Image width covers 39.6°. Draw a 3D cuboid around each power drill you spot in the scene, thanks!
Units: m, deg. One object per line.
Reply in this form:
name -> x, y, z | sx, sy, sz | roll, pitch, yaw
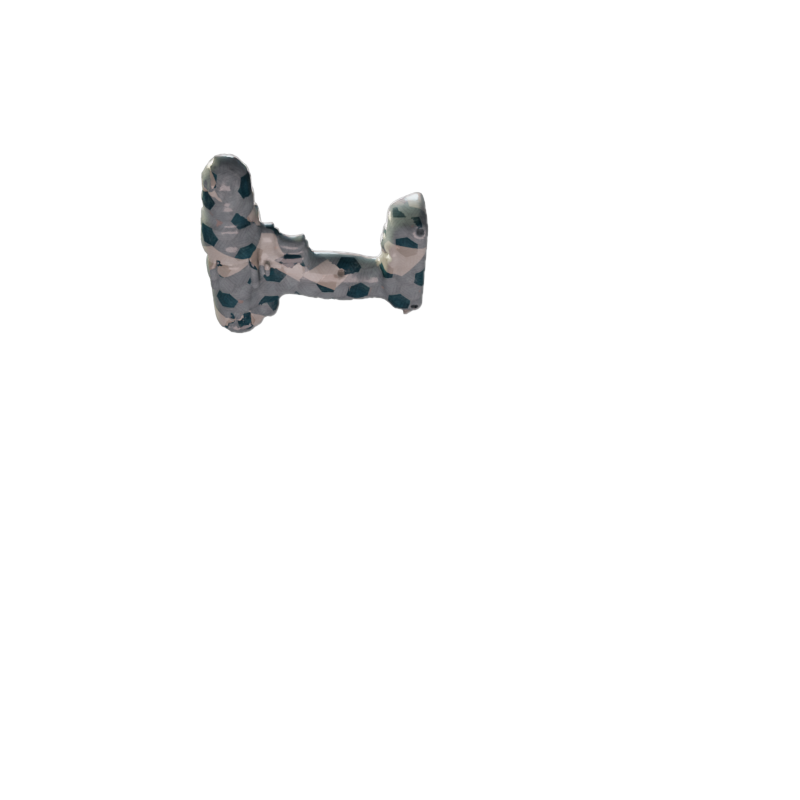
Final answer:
power drill -> -0.073, -0.133, 0.931 | 0.188, 0.062, 0.172 | 0, -42, 0
